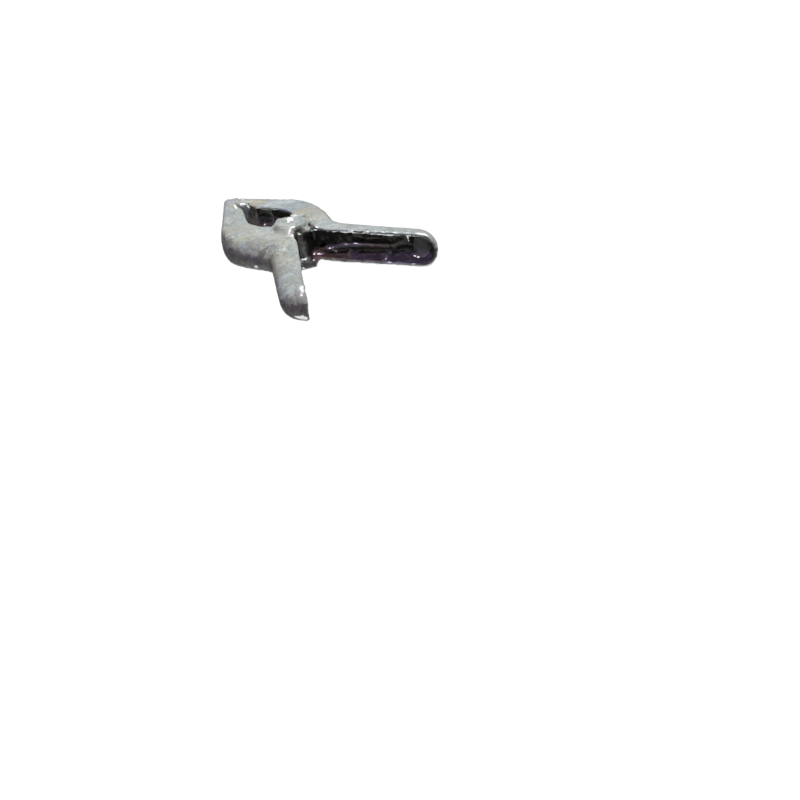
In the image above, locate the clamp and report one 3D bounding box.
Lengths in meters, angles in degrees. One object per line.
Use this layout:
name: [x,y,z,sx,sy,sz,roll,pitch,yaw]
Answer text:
clamp: [-0.060,-0.109,0.762,0.118,0.037,0.184,-16,33,-26]
